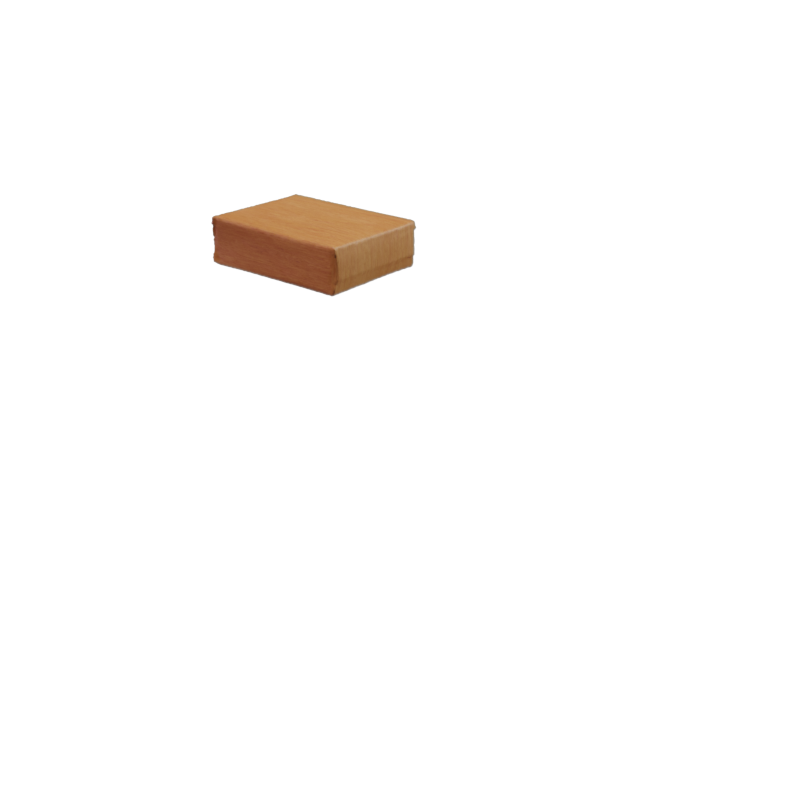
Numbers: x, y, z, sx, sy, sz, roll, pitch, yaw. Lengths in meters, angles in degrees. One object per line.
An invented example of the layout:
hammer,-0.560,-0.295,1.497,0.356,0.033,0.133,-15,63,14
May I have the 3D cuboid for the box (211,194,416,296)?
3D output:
box,-0.060,-0.109,0.766,0.120,0.037,0.089,16,26,35
